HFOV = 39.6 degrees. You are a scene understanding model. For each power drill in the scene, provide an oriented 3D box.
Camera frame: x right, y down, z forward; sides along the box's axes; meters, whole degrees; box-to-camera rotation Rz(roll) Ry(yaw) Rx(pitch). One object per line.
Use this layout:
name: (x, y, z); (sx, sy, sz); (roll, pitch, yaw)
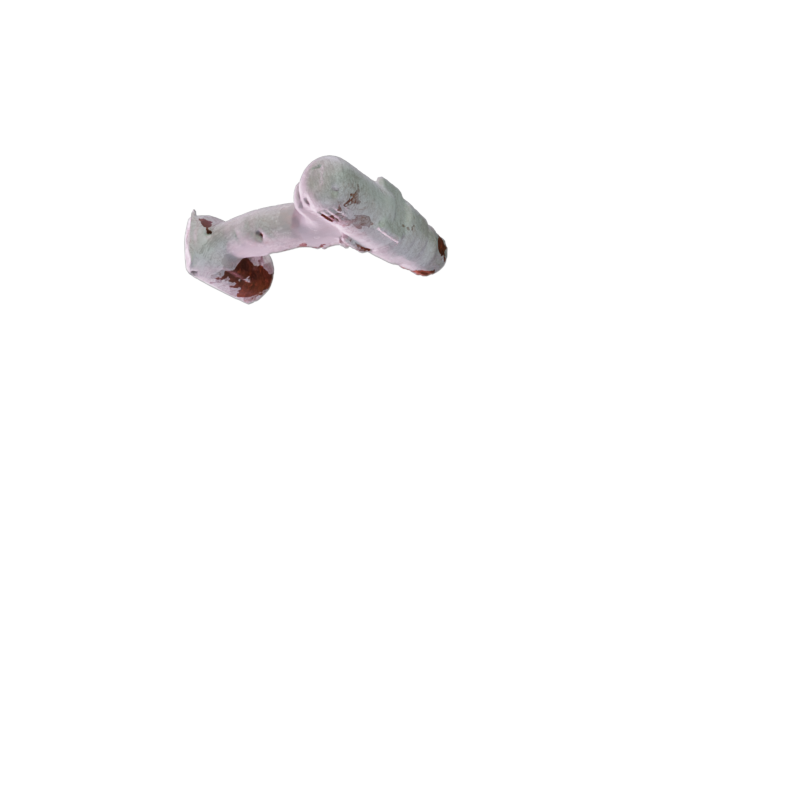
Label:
power drill: (-0.074, -0.134, 0.939); (0.190, 0.061, 0.172); (-14, -26, 30)
